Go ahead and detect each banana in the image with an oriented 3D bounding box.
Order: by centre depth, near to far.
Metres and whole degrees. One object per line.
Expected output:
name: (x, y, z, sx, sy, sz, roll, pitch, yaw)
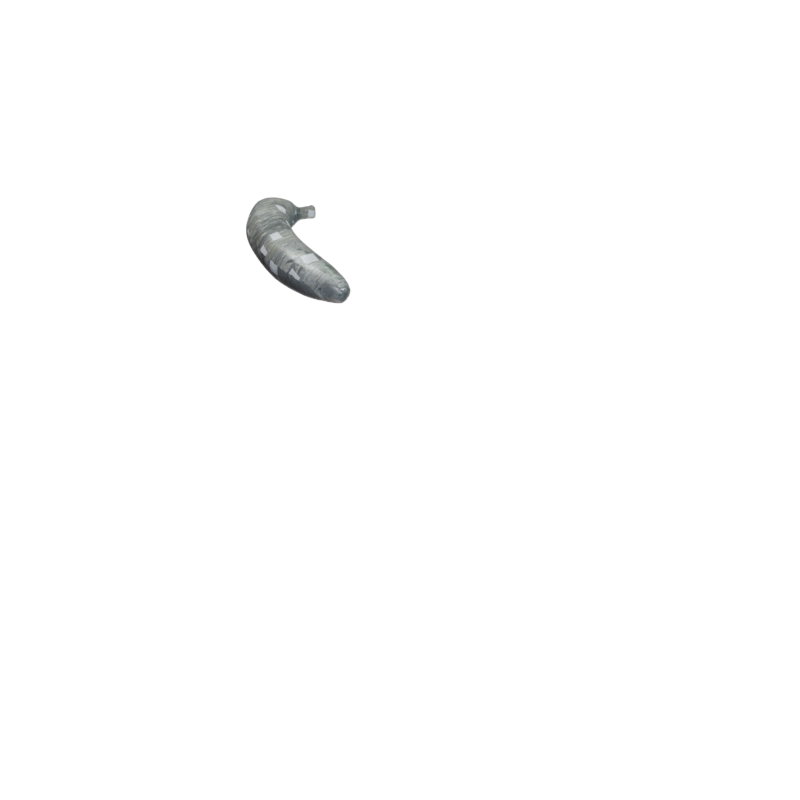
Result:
banana: (-0.090, -0.131, 0.912, 0.069, 0.035, 0.211, -5, 30, -10)
